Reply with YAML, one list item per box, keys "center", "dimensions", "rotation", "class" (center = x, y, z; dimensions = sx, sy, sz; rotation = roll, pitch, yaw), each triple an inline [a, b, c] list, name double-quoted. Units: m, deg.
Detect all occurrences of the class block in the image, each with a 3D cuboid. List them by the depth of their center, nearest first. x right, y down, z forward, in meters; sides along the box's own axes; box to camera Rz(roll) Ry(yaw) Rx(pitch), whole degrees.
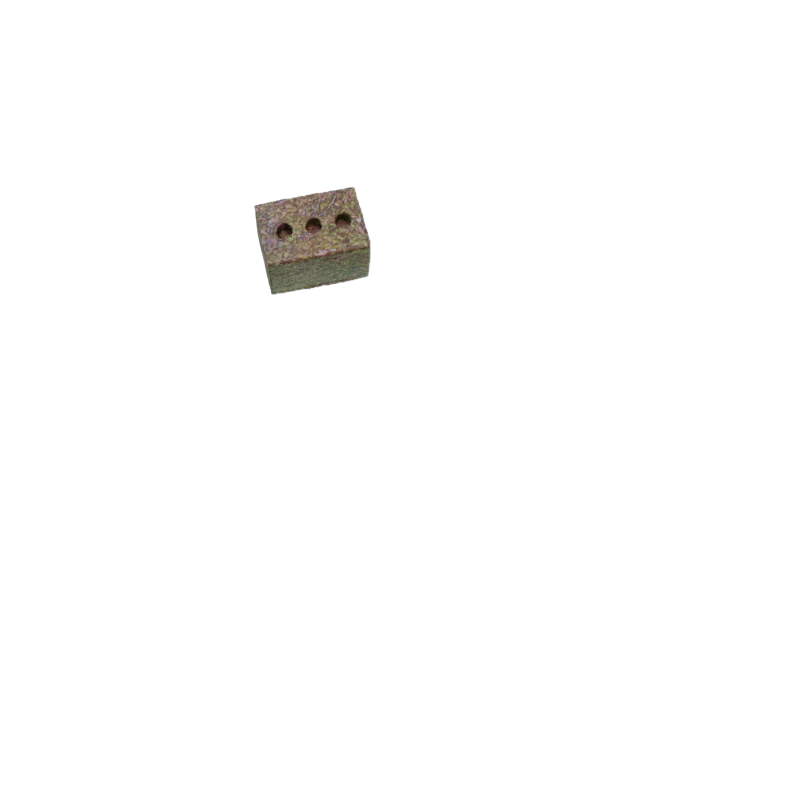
- center: [-0.064, -0.117, 0.822]
  dimensions: [0.077, 0.056, 0.048]
  rotation: [-12, -24, -7]
  class: "block"
